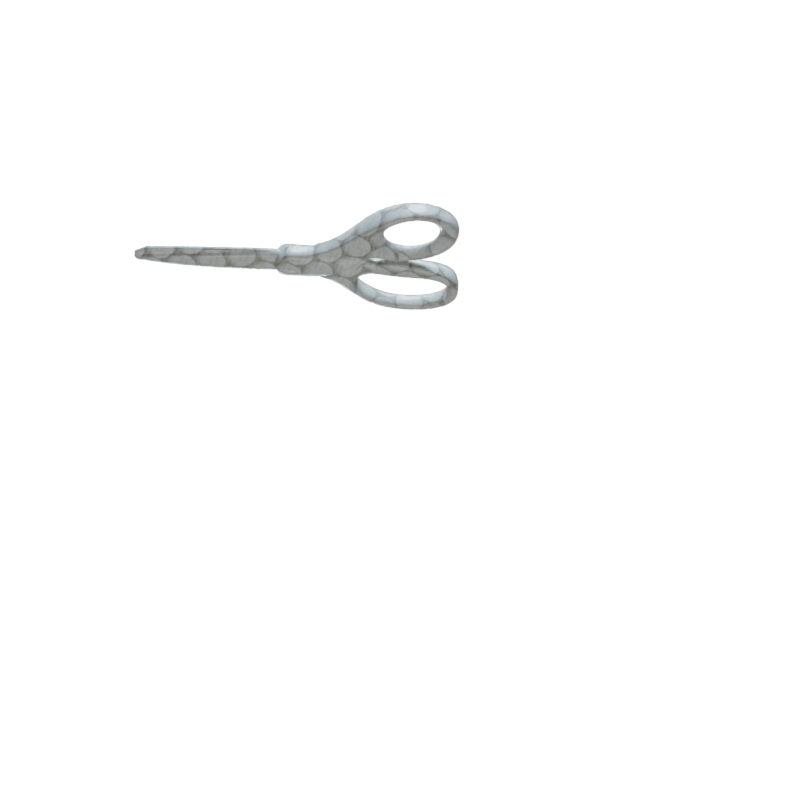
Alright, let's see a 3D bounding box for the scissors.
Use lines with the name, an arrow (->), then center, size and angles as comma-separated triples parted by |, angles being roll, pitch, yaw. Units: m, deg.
scissors -> -0.053, -0.096, 0.674 | 0.197, 0.017, 0.092 | 12, -40, -14
